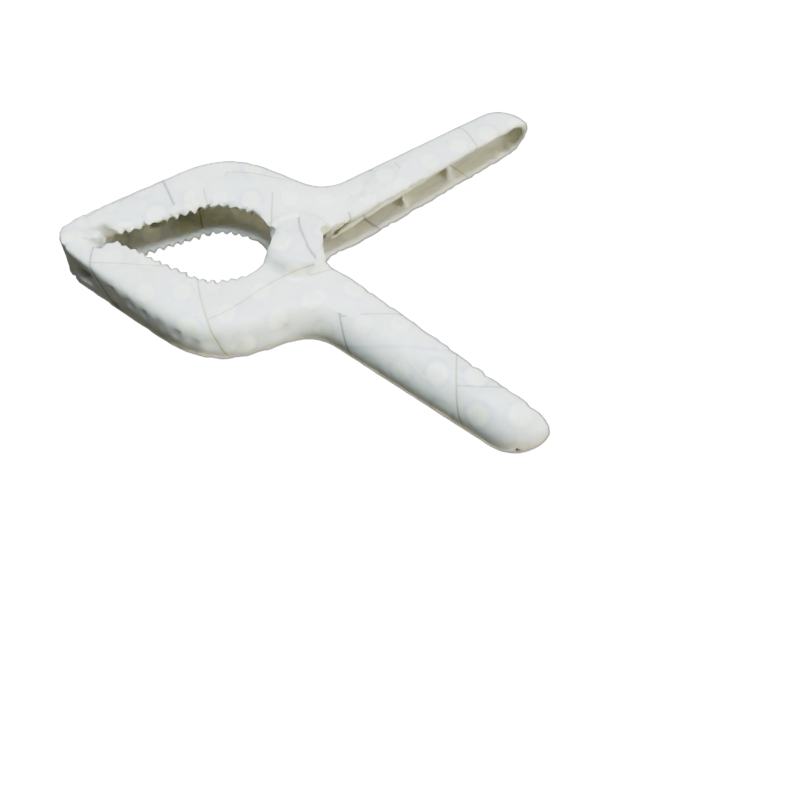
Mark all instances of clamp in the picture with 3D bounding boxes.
[{"bbox_3d":[-0.038,-0.068,0.479,0.212,0.174,0.034,8,-32,5],"label":"clamp"}]
